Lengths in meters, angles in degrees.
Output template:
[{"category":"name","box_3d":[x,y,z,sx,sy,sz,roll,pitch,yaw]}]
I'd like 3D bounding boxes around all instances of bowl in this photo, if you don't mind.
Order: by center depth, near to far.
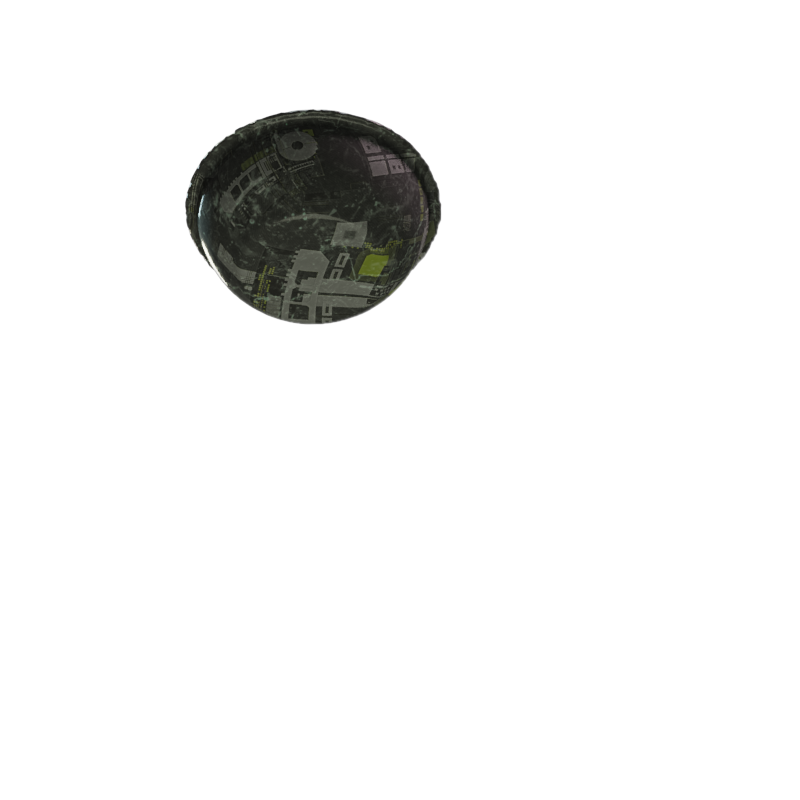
[{"category":"bowl","box_3d":[-0.053,-0.097,0.682,0.162,0.059,0.151,1,-44,-1]}]
